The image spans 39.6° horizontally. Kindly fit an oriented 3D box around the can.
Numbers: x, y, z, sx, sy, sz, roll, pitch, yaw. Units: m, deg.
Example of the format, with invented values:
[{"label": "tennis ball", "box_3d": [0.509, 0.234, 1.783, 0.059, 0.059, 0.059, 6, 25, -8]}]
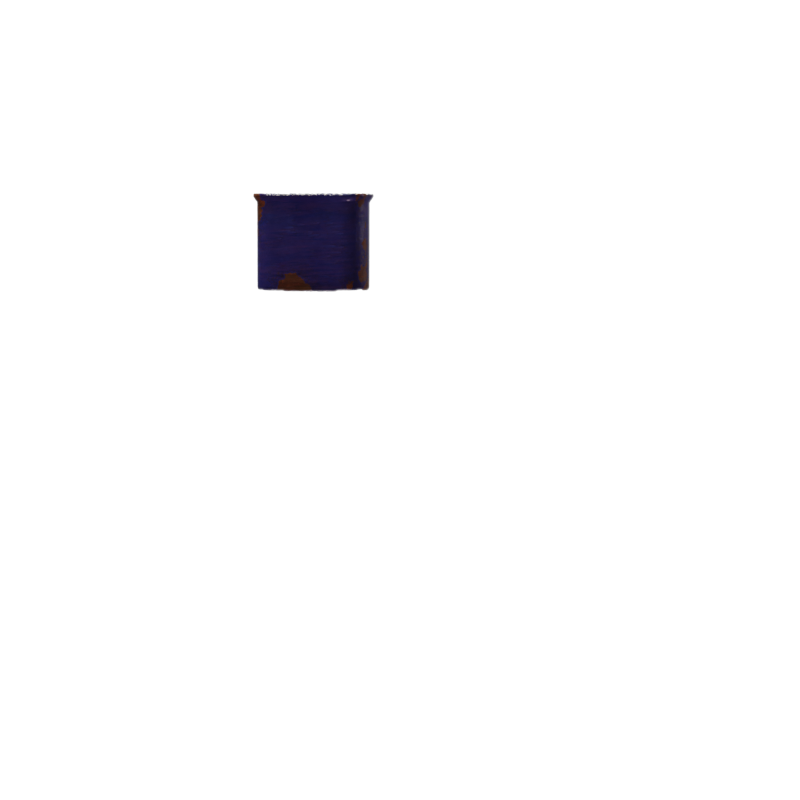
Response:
[{"label": "can", "box_3d": [-0.075, -0.138, 0.966, 0.104, 0.083, 0.057, 2, 4, 15]}]
